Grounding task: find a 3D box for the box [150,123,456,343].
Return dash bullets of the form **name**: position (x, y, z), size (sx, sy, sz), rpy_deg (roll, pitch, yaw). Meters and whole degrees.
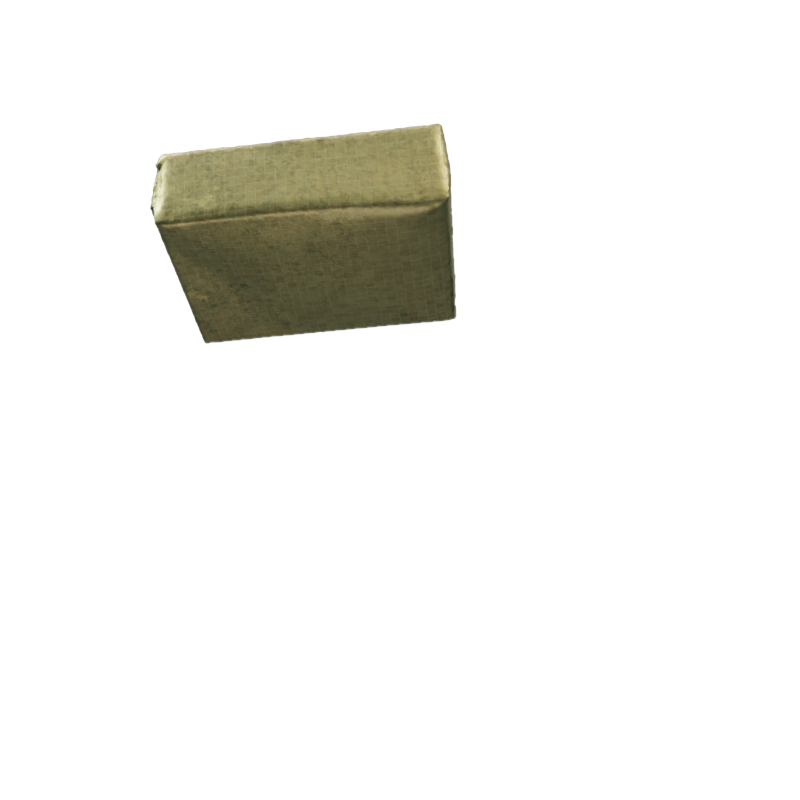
- **box**: position (-0.035, -0.064, 0.449), size (0.114, 0.041, 0.084), rpy_deg (-3, -30, 5)
